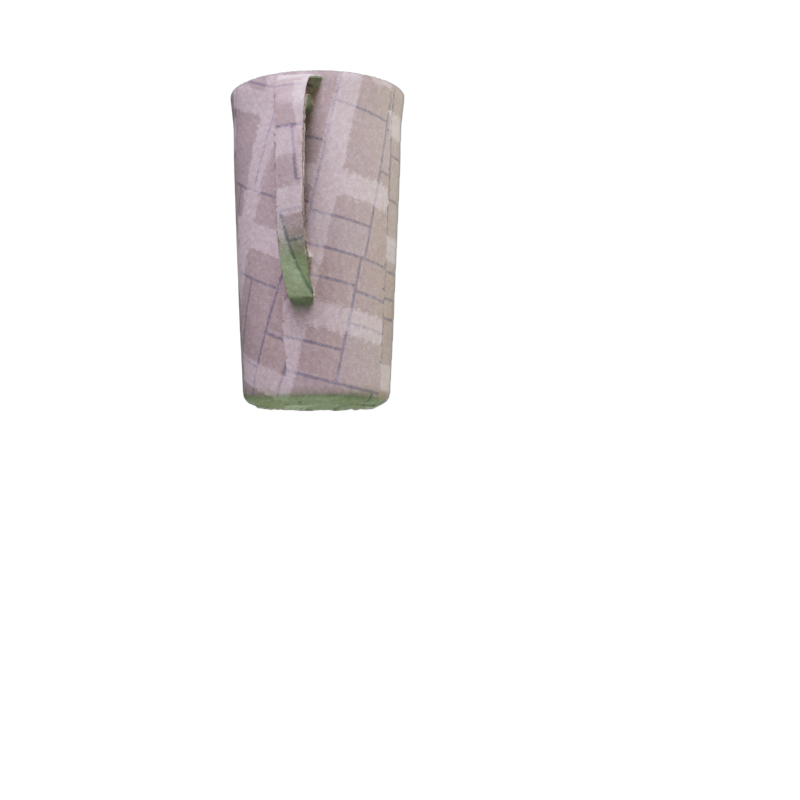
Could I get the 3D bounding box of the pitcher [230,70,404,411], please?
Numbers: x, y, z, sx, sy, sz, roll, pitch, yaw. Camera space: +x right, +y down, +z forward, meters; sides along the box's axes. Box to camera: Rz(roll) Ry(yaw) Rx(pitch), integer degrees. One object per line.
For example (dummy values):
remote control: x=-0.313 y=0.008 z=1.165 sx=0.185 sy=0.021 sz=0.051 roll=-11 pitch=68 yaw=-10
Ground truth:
pitcher: x=-0.064 y=-0.117 z=0.820 sx=0.142 sy=0.249 sz=0.148 roll=6 pitch=-11 yaw=-37
